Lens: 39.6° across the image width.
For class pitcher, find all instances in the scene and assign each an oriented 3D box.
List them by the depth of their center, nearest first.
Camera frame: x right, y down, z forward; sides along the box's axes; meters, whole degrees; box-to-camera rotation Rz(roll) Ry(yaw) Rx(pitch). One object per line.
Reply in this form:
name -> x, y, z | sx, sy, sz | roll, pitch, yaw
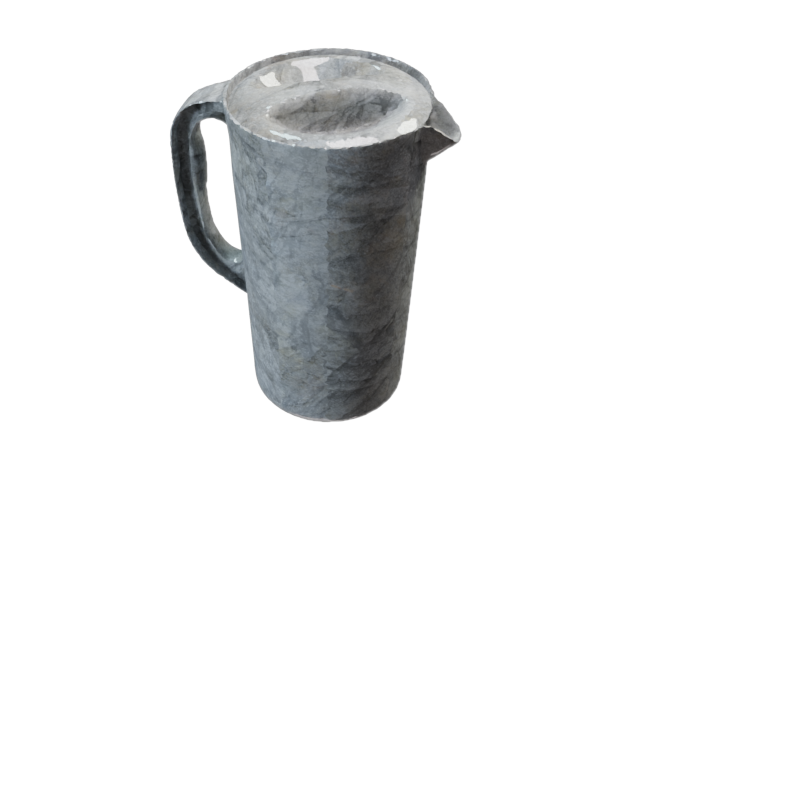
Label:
pitcher -> -0.059, -0.108, 0.755 | 0.143, 0.227, 0.161 | -21, 44, -27
